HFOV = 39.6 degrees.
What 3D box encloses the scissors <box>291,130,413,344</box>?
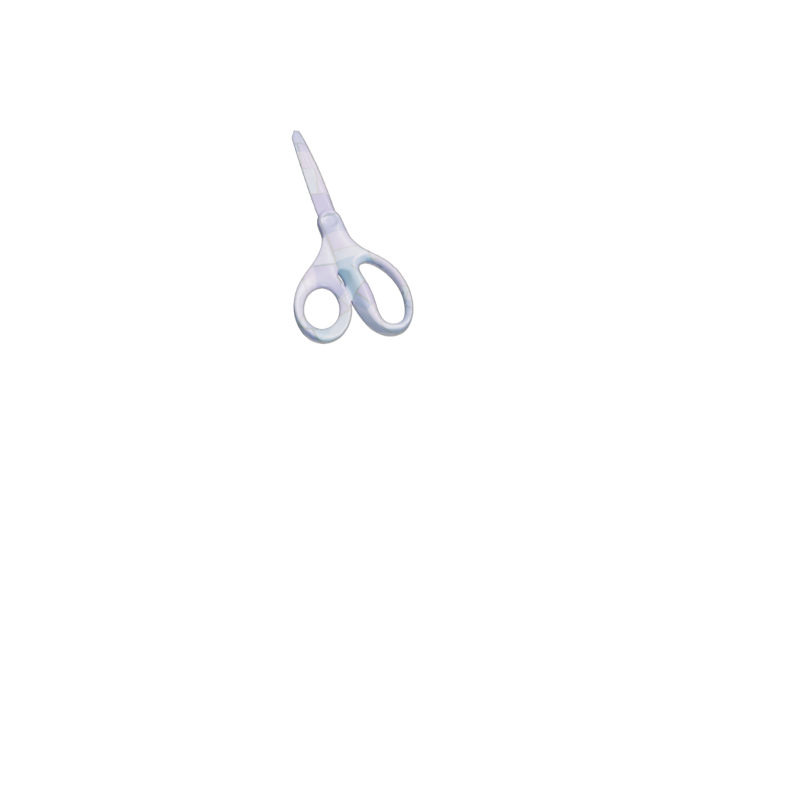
[{"bbox_3d":[-0.067,-0.122,0.851,0.096,0.215,0.015,-28,-27,-16],"label":"scissors"}]
